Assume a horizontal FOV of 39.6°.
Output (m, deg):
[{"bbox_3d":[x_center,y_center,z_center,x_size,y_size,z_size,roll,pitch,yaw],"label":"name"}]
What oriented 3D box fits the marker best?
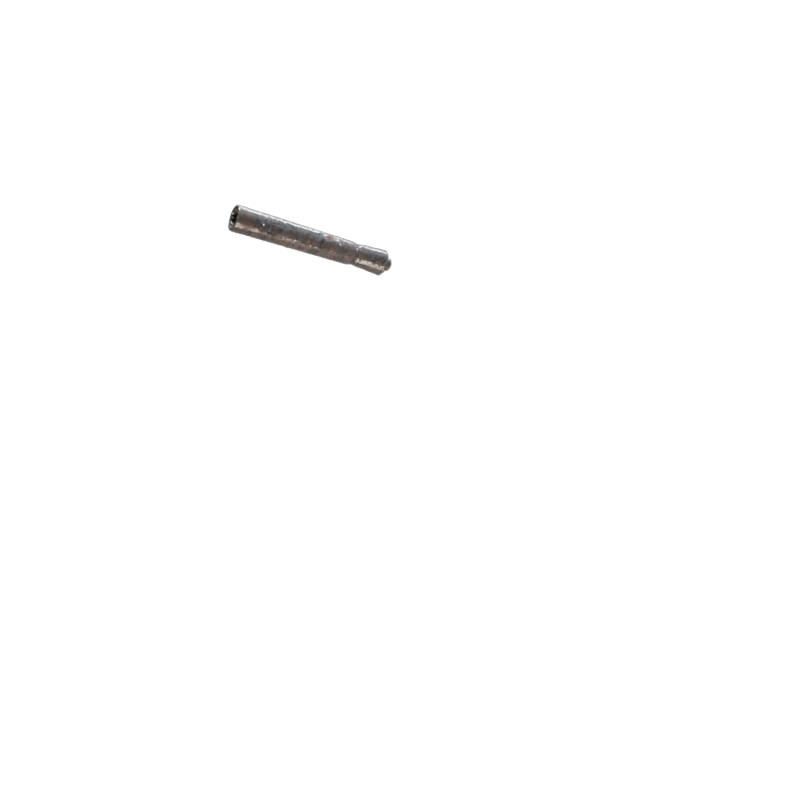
[{"bbox_3d":[-0.060,-0.110,0.768,0.116,0.020,0.020,14,-2,-22],"label":"marker"}]
